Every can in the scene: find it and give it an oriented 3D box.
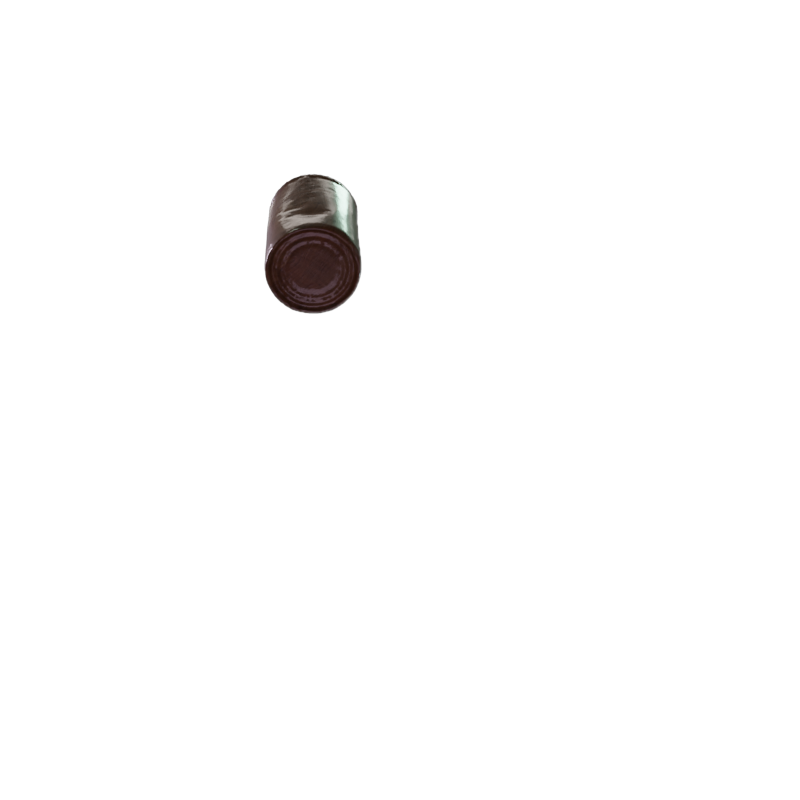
[{"bbox_3d":[-0.062,-0.114,0.796,0.068,0.065,0.108,0,28,-3],"label":"can"}]
